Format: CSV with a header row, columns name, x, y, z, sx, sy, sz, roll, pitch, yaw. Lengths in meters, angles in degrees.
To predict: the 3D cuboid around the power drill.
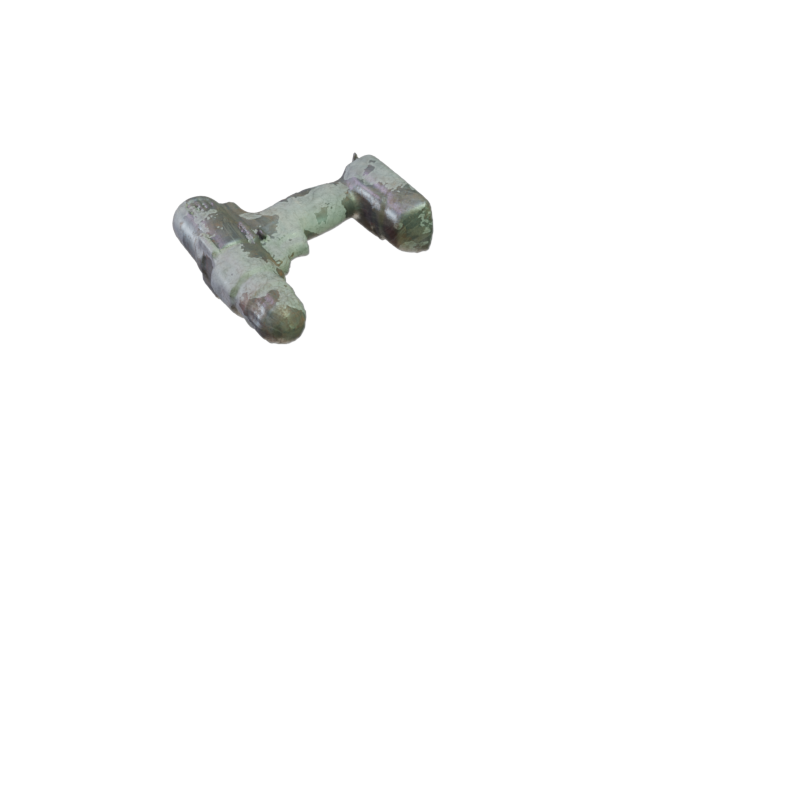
name,x,y,z,sx,sy,sz,roll,pitch,yaw
power drill,-0.070,-0.128,0.894,0.186,0.054,0.199,-21,45,-23
